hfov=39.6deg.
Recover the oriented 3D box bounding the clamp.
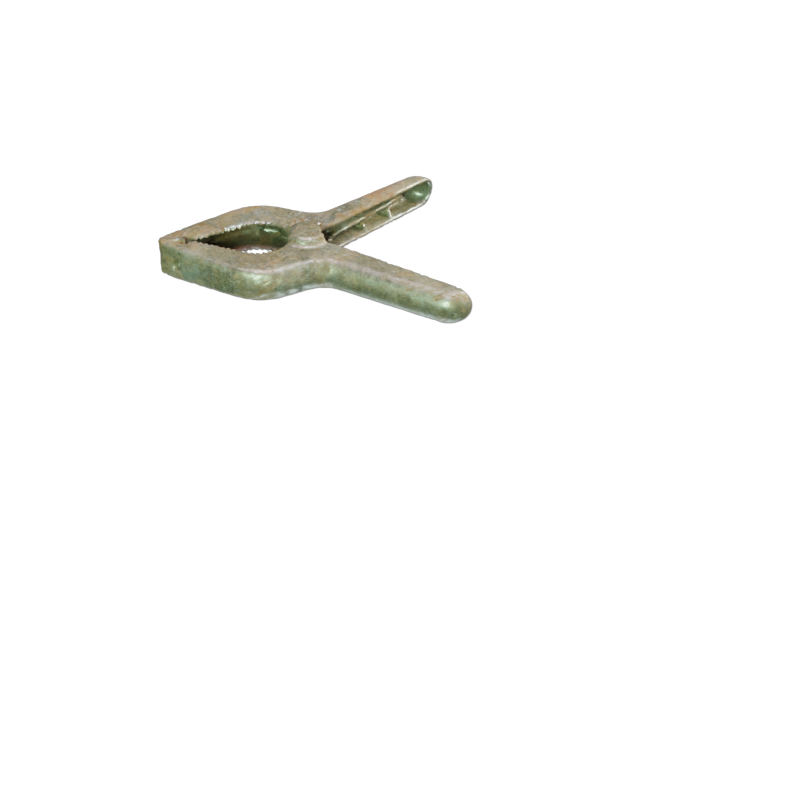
[{"bbox_3d":[-0.061,-0.111,0.777,0.210,0.034,0.175,1,37,1],"label":"clamp"}]
